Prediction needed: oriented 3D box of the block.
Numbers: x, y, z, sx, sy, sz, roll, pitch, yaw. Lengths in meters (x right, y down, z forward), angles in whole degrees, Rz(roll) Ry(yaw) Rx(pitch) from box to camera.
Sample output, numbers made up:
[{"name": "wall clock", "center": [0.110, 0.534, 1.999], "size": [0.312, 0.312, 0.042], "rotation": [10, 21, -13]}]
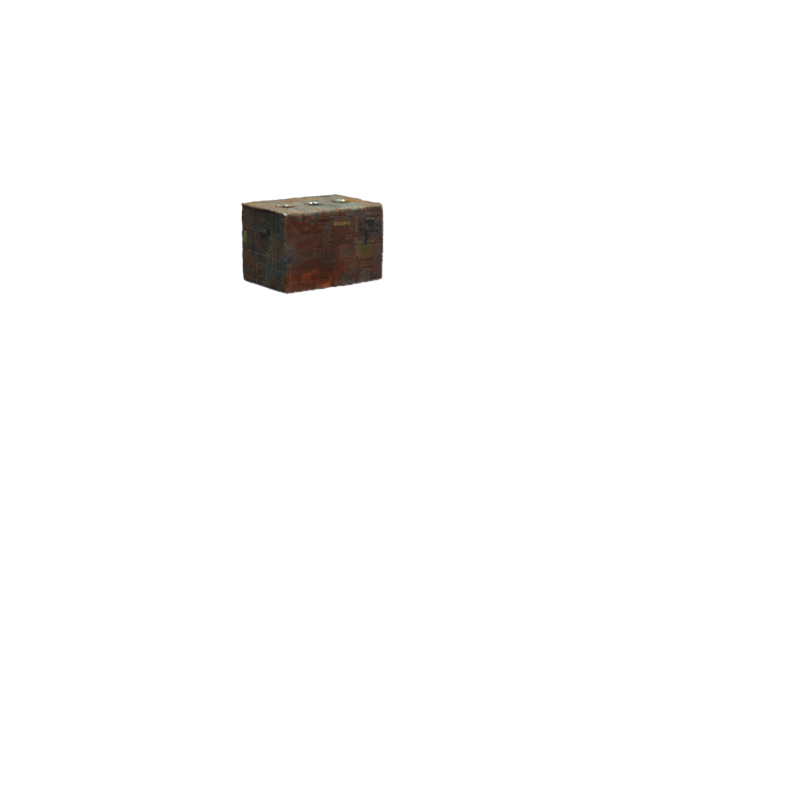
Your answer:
[{"name": "block", "center": [-0.056, -0.101, 0.711], "size": [0.076, 0.050, 0.056], "rotation": [-11, 18, -36]}]
